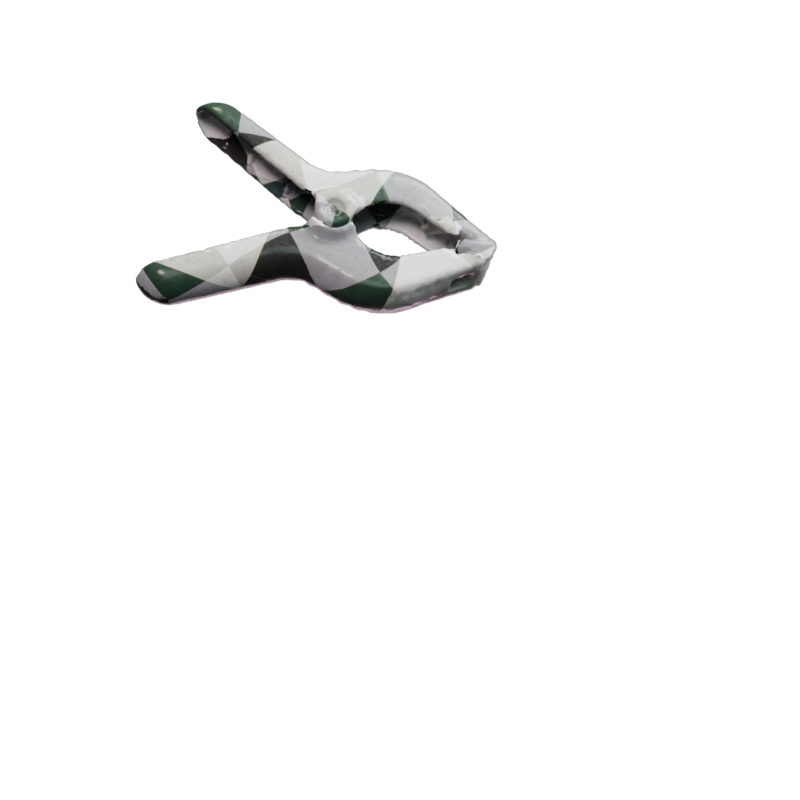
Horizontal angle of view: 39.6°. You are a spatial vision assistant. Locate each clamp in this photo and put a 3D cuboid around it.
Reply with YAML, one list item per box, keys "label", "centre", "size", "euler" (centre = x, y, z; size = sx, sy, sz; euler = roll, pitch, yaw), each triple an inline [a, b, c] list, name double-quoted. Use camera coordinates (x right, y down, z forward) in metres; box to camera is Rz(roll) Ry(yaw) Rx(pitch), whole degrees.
- label: "clamp"
  centre: [-0.043, -0.078, 0.548]
  size: [0.175, 0.125, 0.037]
  euler: [19, -25, 9]
